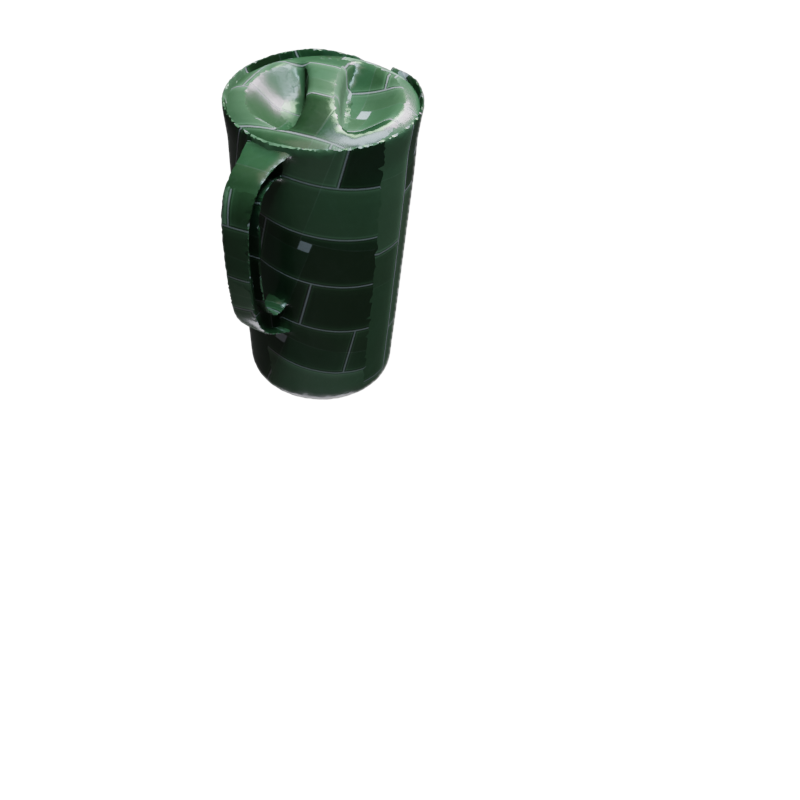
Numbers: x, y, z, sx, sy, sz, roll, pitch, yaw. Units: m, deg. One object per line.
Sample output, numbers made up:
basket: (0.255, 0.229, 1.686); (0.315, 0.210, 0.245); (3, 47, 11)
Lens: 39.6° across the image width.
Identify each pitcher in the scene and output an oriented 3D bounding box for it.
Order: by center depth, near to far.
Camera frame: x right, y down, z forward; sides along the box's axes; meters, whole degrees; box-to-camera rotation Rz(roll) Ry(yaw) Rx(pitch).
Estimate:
pitcher: (-0.062, -0.113, 0.790); (0.147, 0.227, 0.157); (-9, 42, -14)
